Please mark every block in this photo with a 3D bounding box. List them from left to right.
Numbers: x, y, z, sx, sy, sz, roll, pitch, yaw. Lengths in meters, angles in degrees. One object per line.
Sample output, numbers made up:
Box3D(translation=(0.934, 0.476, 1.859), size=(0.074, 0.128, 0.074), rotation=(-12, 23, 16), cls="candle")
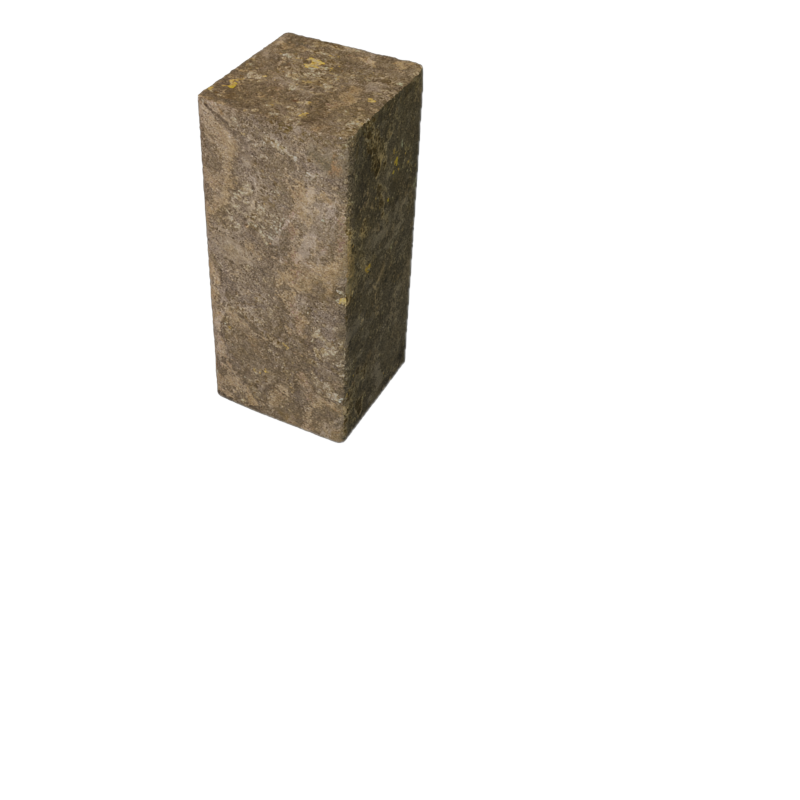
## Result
Box3D(translation=(-0.049, -0.090, 0.631), size=(0.094, 0.193, 0.093), rotation=(20, 42, 20), cls="block")
